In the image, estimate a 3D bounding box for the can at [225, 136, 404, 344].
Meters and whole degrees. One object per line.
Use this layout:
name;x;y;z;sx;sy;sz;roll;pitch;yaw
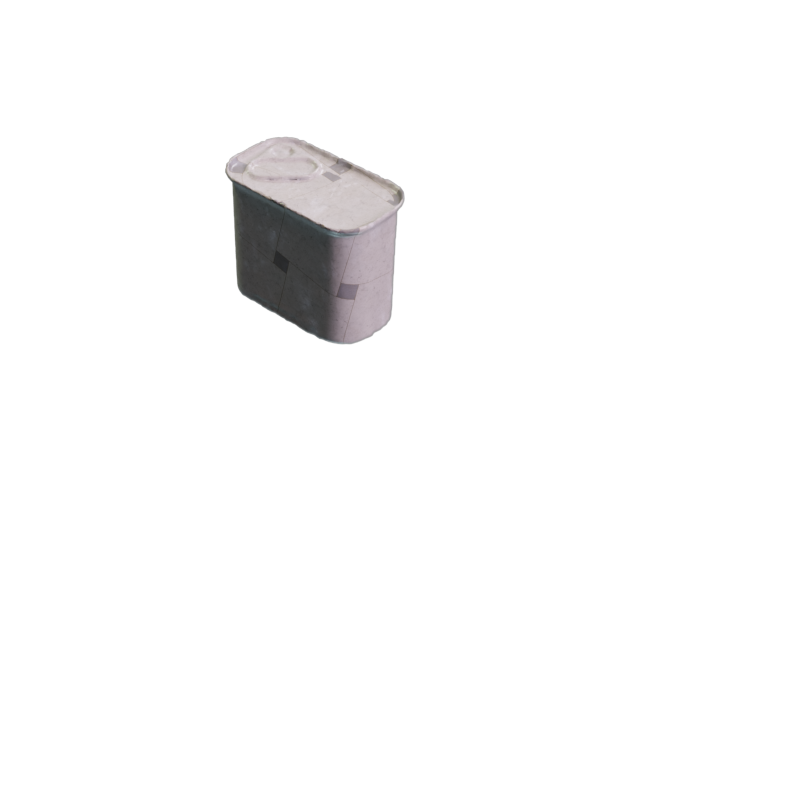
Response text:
can;-0.049;-0.090;0.629;0.108;0.078;0.058;30;47;30
